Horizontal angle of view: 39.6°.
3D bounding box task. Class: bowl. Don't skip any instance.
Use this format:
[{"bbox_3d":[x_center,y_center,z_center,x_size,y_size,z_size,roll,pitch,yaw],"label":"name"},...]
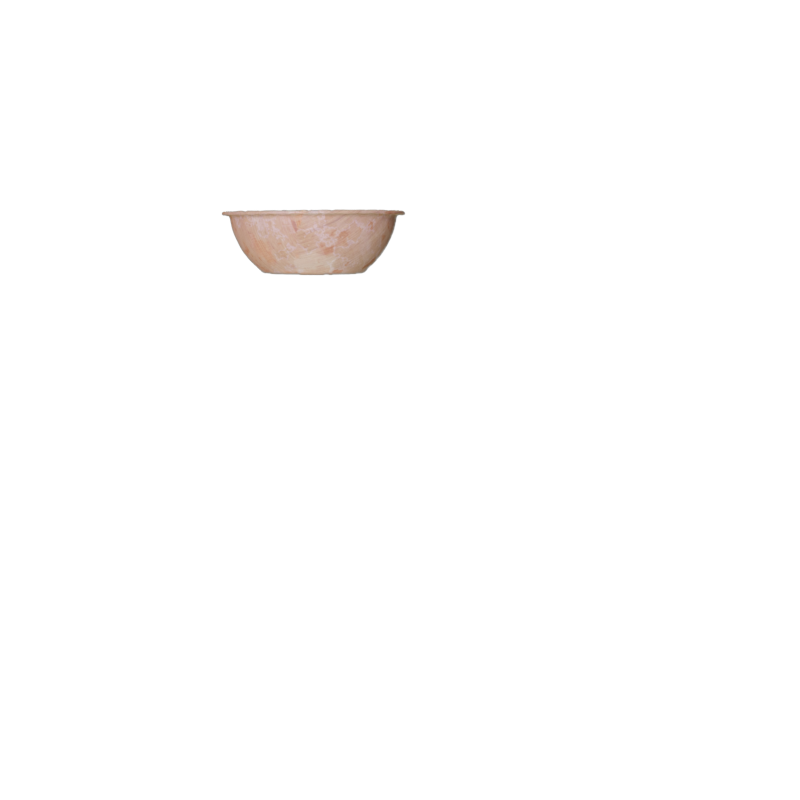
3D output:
[{"bbox_3d":[-0.077,-0.140,0.978,0.162,0.054,0.164,0,8,-2],"label":"bowl"}]
